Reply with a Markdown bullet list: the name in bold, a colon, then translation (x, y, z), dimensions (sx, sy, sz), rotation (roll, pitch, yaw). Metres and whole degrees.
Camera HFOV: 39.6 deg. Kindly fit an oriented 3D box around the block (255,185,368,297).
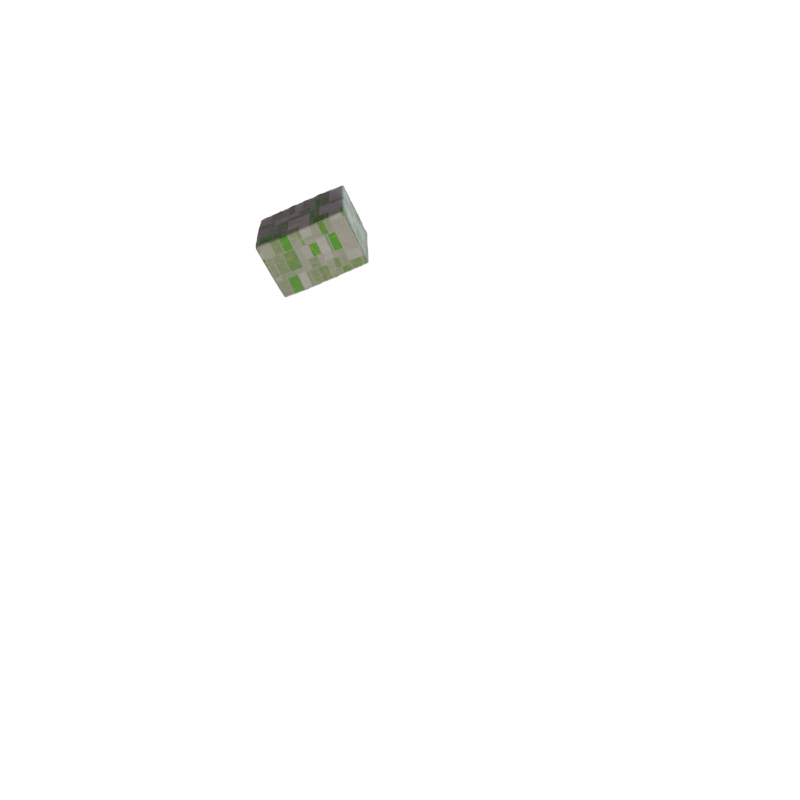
- **block**: translation (-0.070, -0.128, 0.899), dimensions (0.078, 0.049, 0.054), rotation (-21, 29, 10)
